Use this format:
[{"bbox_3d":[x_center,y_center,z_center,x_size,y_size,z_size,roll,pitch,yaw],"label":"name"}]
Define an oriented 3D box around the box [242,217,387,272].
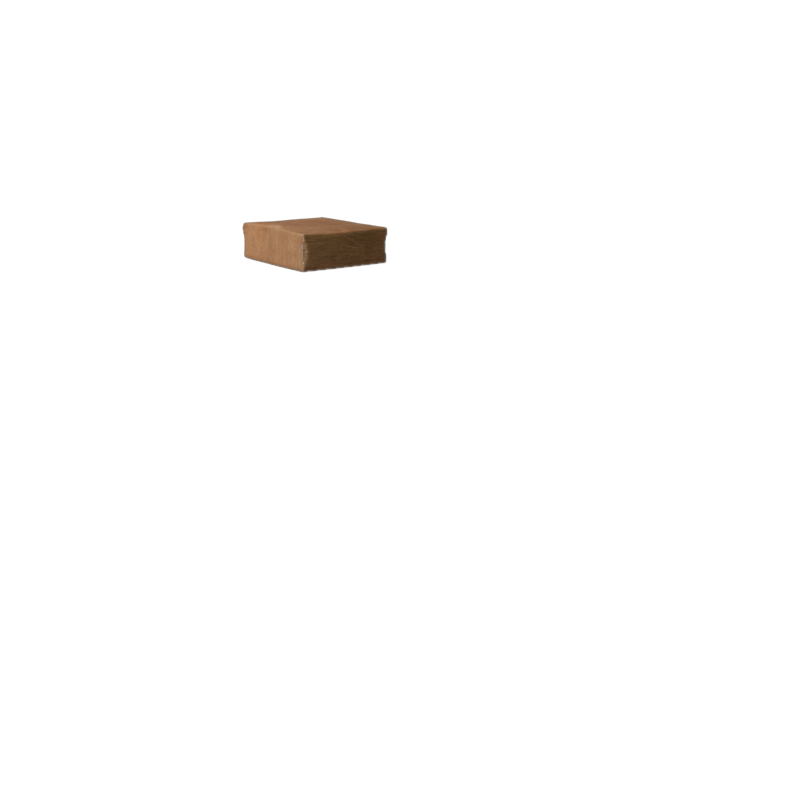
[{"bbox_3d":[-0.064,-0.117,0.821,0.071,0.029,0.094,-10,18,-33],"label":"box"}]
